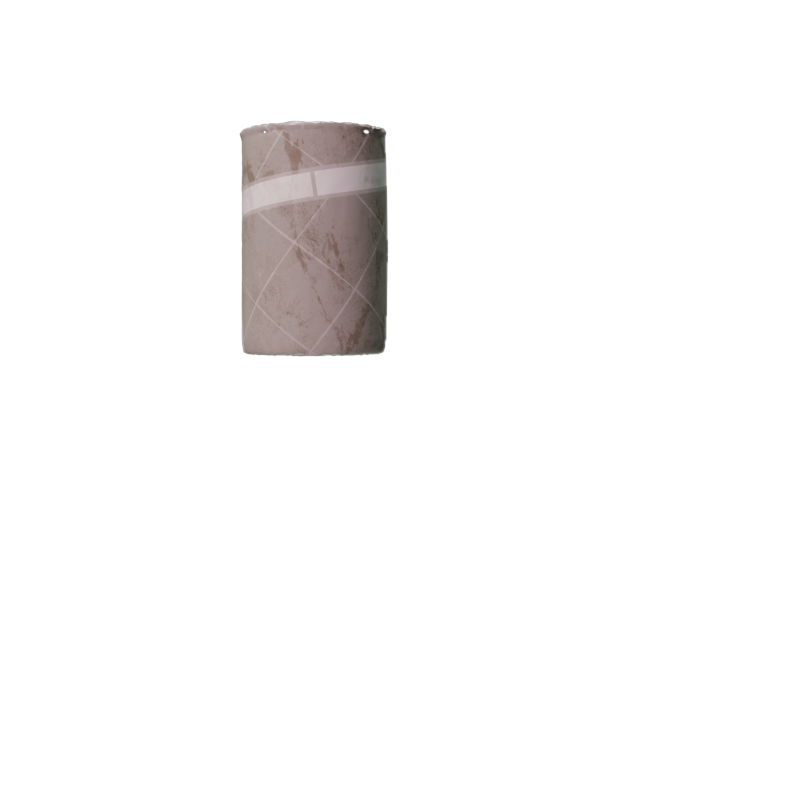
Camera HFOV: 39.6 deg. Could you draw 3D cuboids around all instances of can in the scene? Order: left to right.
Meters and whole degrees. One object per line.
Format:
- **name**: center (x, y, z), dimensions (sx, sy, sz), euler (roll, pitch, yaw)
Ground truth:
- **can**: center (-0.040, -0.073, 0.511), dimensions (0.068, 0.103, 0.068), euler (0, 0, -2)
